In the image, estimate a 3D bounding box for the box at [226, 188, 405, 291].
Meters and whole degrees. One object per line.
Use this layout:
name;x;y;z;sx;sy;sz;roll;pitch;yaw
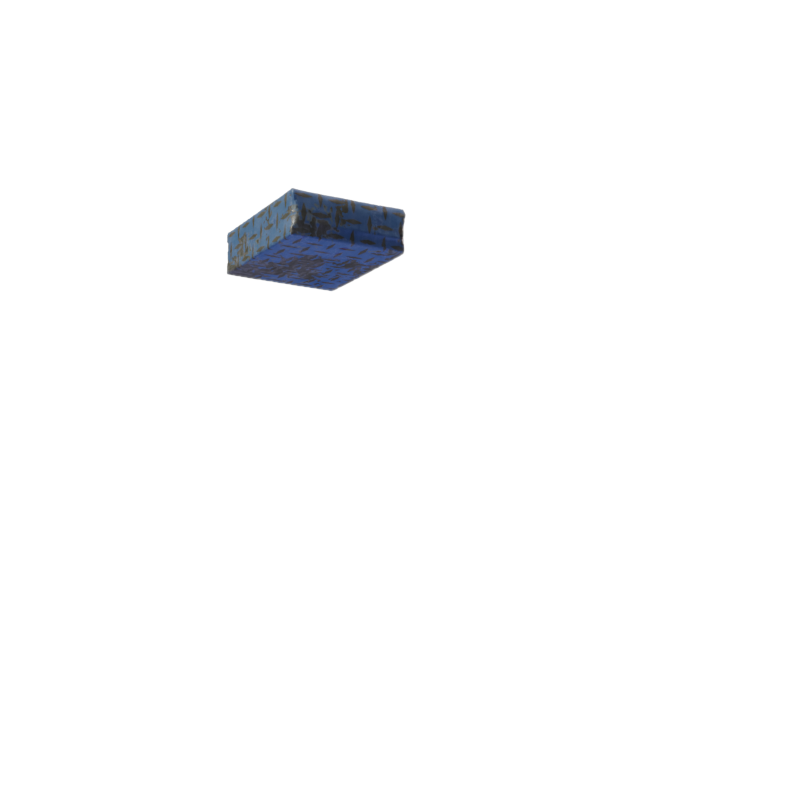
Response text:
box;-0.050;-0.092;0.642;0.070;0.031;0.090;7;-14;-29
